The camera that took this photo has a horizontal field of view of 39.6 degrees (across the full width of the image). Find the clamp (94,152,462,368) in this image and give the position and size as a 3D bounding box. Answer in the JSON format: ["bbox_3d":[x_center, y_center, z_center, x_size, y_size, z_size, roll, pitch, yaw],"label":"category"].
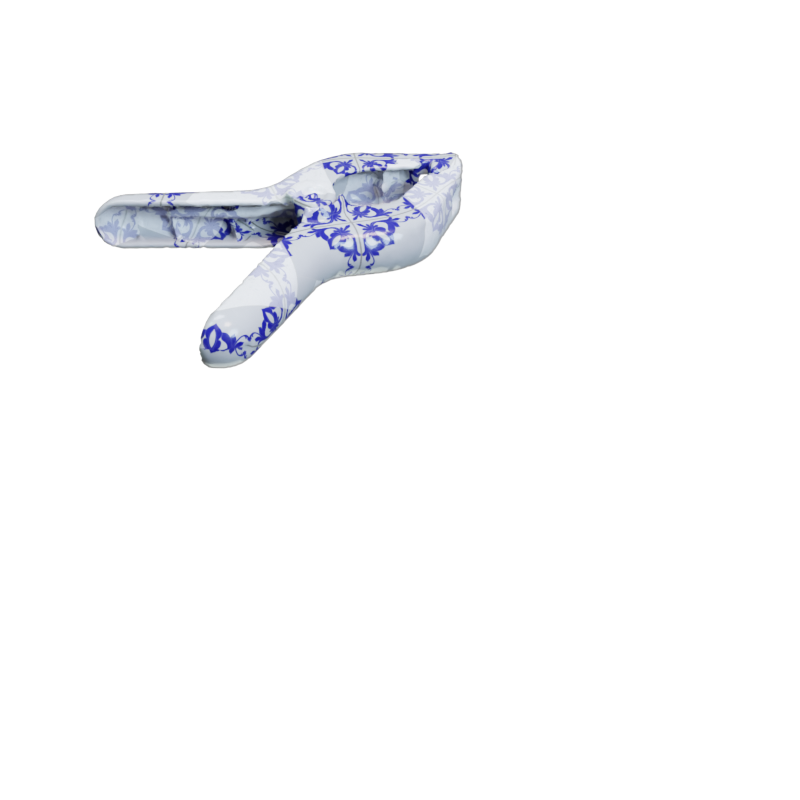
[{"bbox_3d":[-0.038,-0.070,0.489,0.170,0.036,0.130,-17,47,-17],"label":"clamp"}]
